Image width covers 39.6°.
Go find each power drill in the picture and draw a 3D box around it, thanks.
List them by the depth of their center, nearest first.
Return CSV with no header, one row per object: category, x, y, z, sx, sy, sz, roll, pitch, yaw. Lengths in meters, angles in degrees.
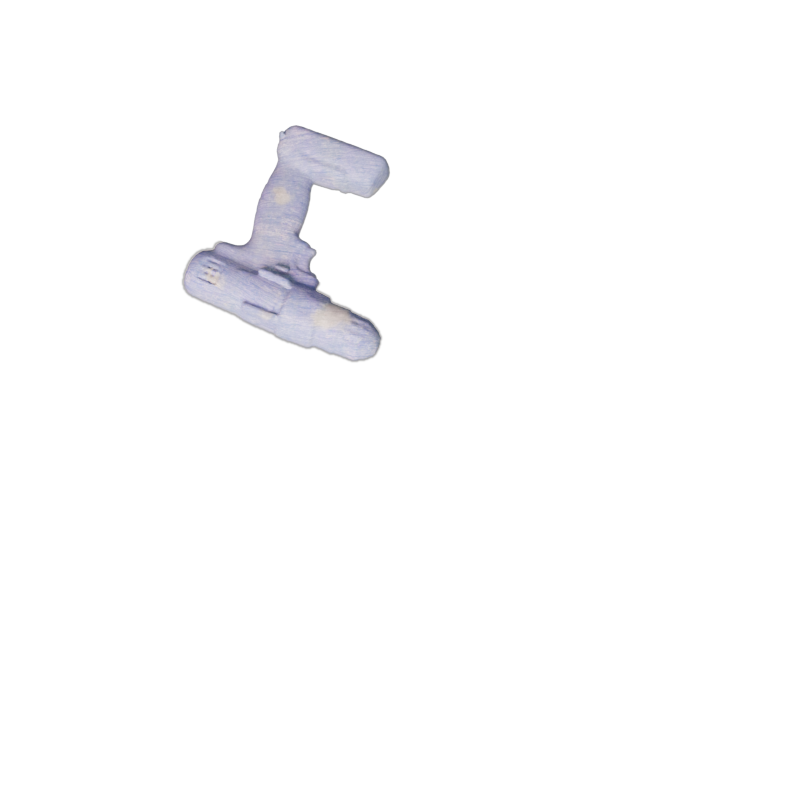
power drill,-0.078,-0.142,0.996,0.188,0.193,0.055,22,-19,8
